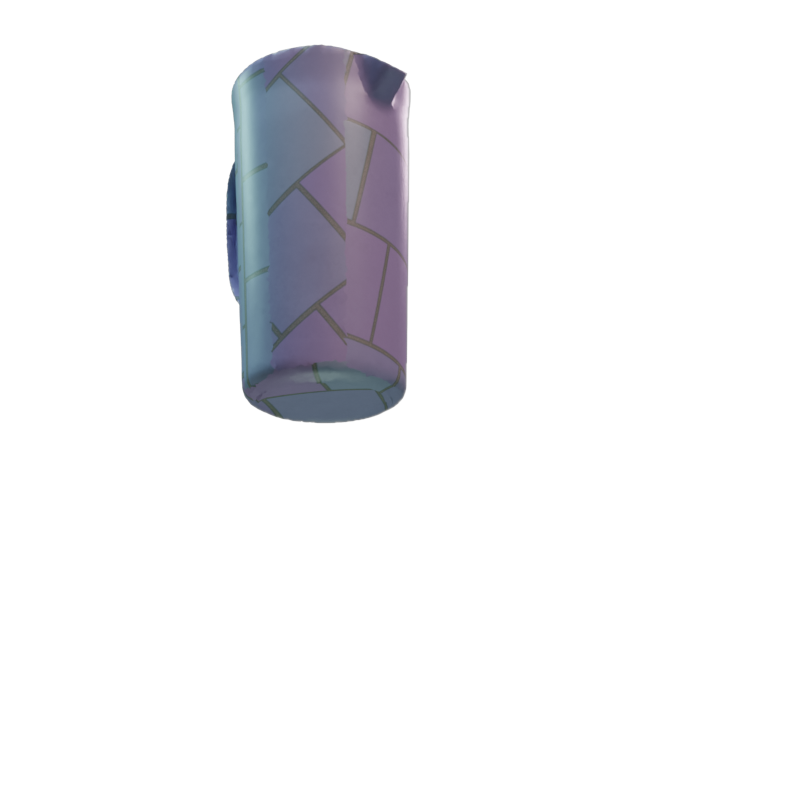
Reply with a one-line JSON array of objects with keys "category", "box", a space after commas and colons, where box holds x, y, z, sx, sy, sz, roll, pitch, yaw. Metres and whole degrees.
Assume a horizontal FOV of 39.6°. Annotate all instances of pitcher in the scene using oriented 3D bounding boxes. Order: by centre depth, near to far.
[{"category": "pitcher", "box": [-0.061, -0.111, 0.780, 0.145, 0.256, 0.141, -2, -23, 1]}]
